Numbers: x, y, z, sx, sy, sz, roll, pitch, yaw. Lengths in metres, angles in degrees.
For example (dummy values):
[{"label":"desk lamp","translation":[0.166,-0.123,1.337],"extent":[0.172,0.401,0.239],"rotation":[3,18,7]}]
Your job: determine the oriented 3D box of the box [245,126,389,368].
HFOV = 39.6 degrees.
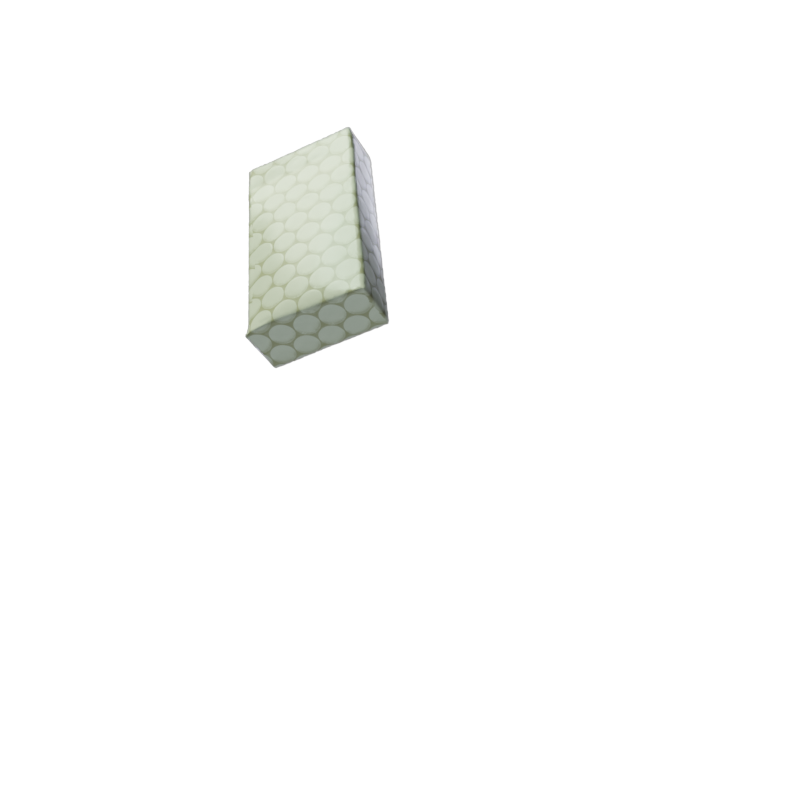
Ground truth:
[{"label":"box","translation":[-0.063,-0.115,0.805],"extent":[0.094,0.189,0.044],"rotation":[-21,-47,17]}]
